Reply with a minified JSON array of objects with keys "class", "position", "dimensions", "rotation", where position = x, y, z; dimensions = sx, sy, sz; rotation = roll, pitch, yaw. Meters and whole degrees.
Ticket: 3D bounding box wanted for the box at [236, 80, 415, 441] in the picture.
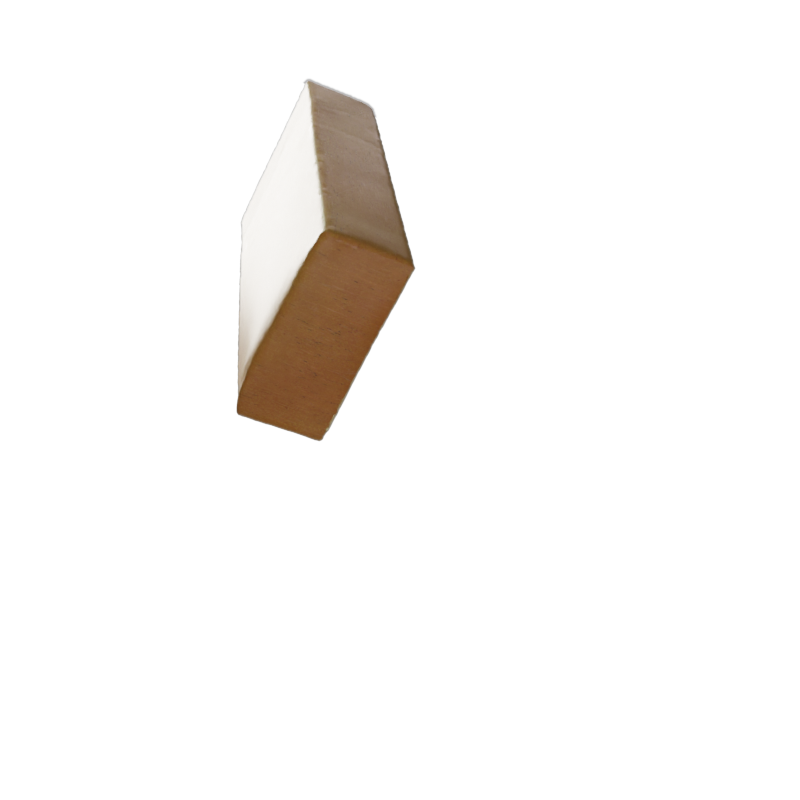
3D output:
[{"class":"box","position":[-0.040,-0.073,0.511],"dimensions":[0.047,0.090,0.188],"rotation":[21,28,-17]}]
